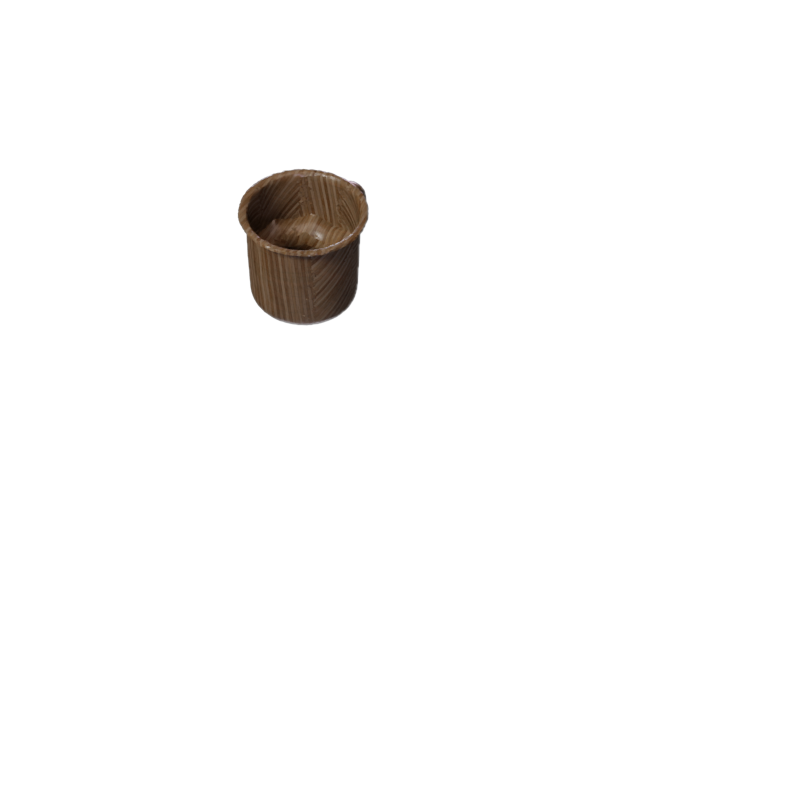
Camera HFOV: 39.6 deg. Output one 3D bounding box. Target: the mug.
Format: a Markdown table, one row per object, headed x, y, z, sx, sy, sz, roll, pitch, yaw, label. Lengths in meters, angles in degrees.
| x | y | z | sx | sy | sz | roll | pitch | yaw | label |
| --- | --- | --- | --- | --- | --- | --- | --- | --- | --- |
| -0.064 | -0.117 | 0.821 | 0.098 | 0.076 | 0.120 | 27 | 52 | 21 | mug |
